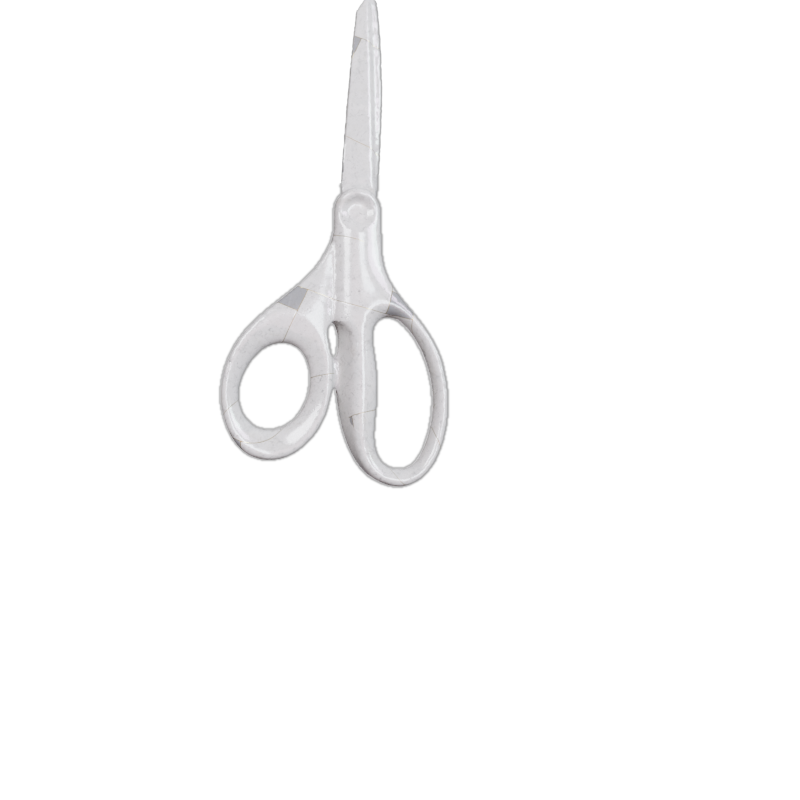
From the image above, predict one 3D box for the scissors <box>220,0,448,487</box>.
[{"bbox_3d":[-0.035,-0.063,0.444,0.096,0.210,0.015,-12,-15,-3],"label":"scissors"}]
